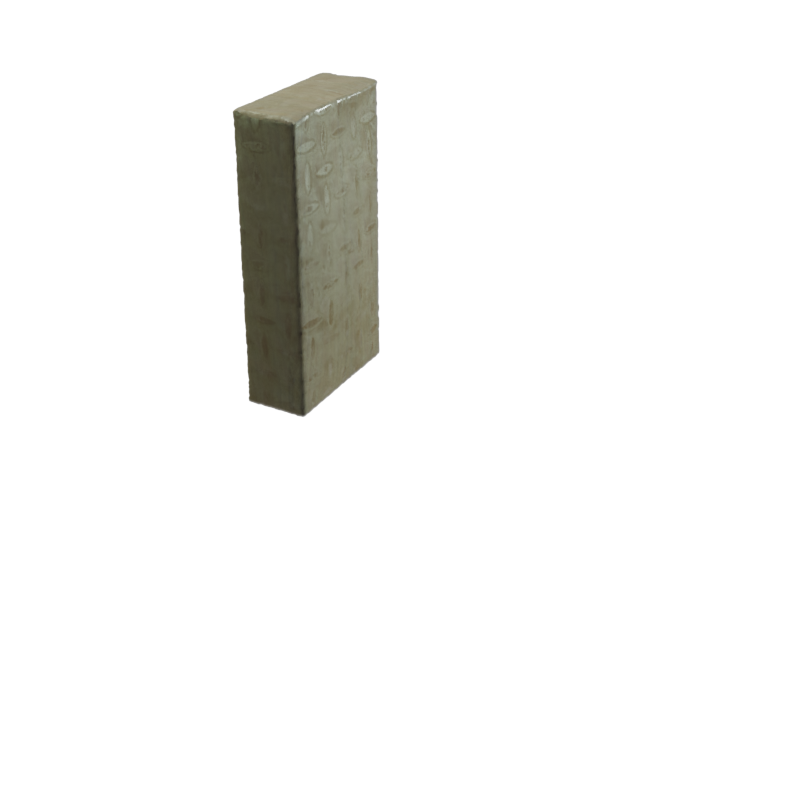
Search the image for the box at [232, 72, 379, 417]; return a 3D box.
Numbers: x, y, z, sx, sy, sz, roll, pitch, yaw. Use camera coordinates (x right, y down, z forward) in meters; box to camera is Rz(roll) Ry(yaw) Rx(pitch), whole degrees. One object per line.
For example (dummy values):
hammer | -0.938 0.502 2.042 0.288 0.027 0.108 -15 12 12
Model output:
box | -0.050 -0.091 0.636 0.050 0.167 0.094 15 30 24
